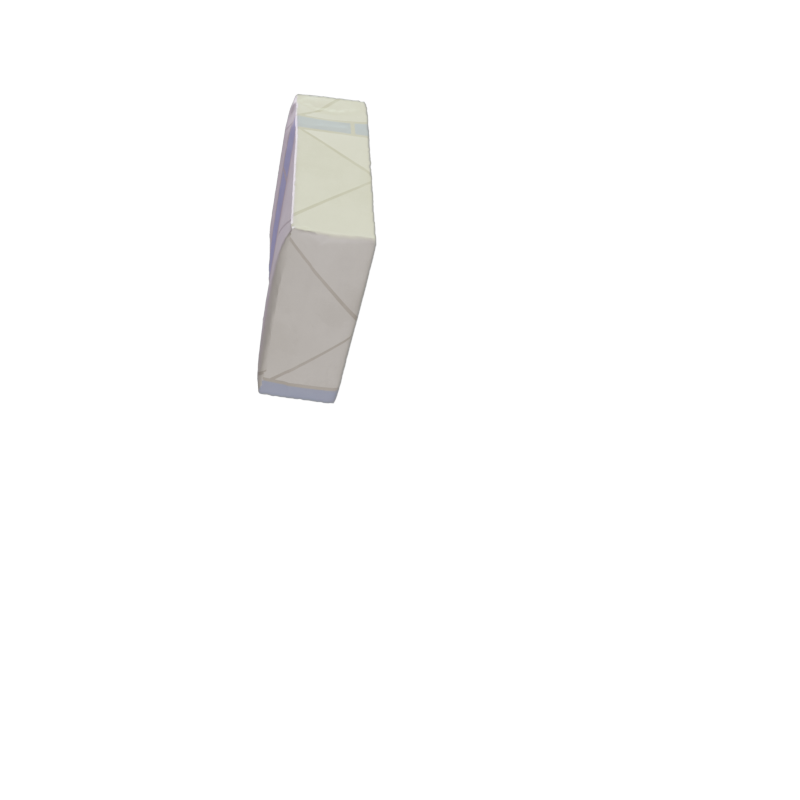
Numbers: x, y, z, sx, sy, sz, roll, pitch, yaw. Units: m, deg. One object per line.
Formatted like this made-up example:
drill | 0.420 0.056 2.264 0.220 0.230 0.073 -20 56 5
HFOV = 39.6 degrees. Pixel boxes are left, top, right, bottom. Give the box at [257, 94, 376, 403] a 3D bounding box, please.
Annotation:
box | -0.072 -0.131 0.917 0.071 0.155 0.229 8 39 -10
